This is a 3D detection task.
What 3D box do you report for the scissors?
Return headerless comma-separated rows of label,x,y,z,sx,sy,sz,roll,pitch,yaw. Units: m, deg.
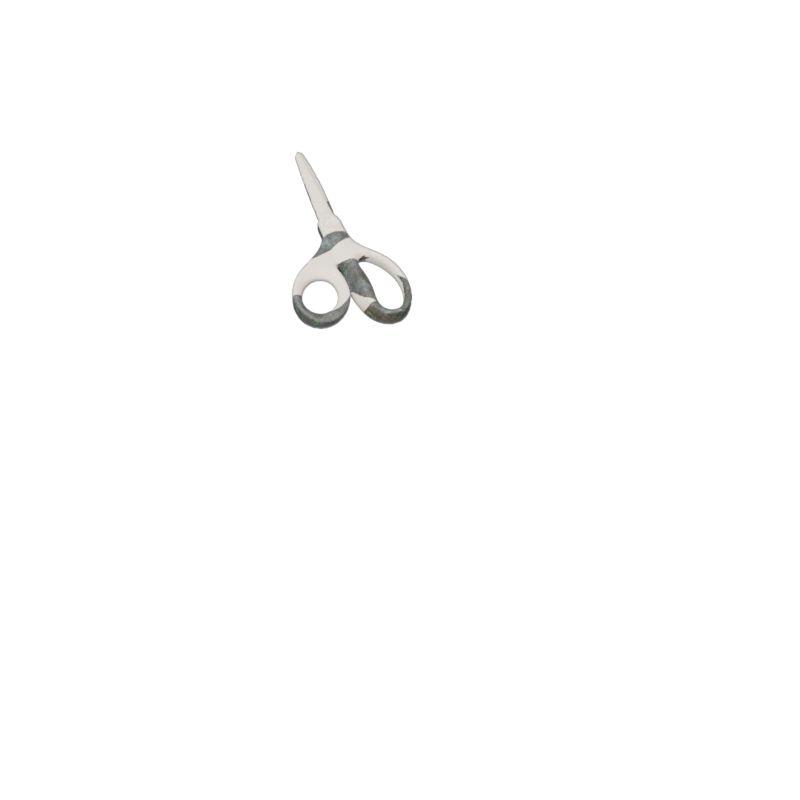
scissors,-0.067,-0.123,0.860,0.096,0.015,0.218,-24,52,-21
